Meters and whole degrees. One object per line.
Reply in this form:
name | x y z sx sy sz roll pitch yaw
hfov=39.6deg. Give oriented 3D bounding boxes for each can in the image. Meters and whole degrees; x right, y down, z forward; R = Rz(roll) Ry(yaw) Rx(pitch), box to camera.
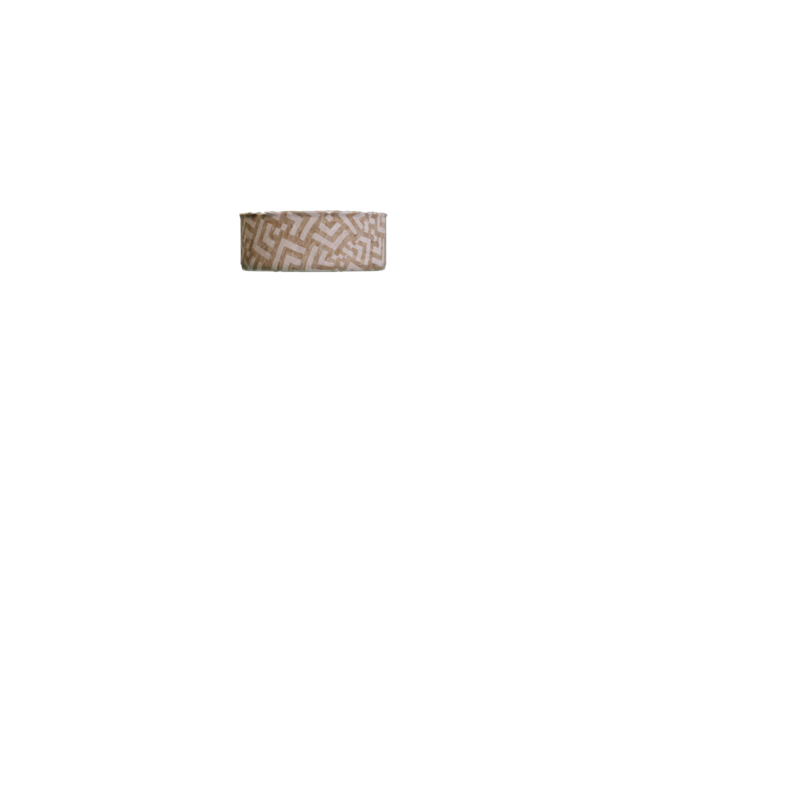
can | -0.050 -0.092 0.641 0.086 0.033 0.087 0 7 -2
